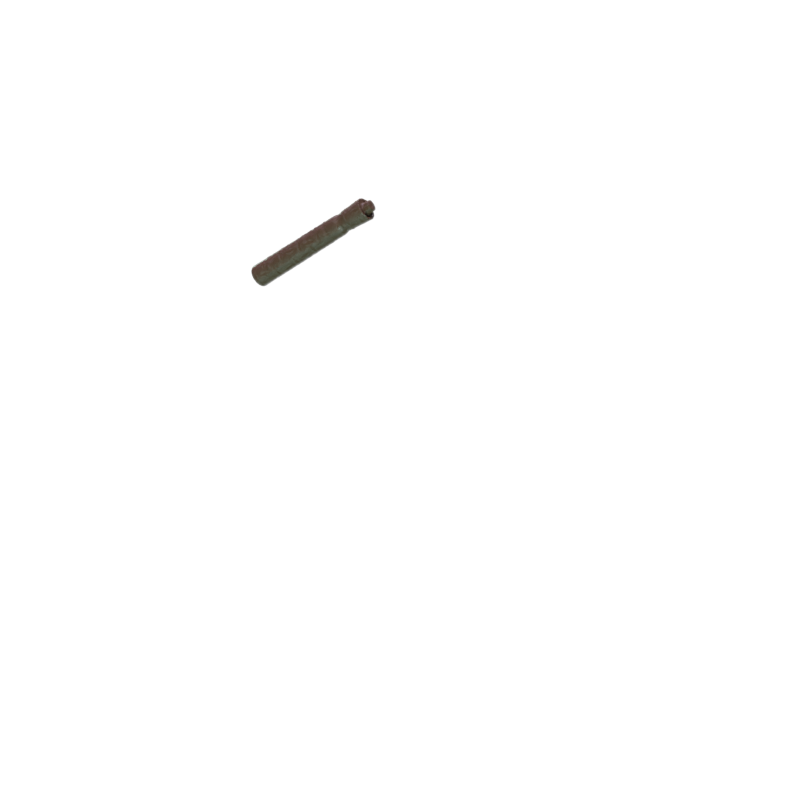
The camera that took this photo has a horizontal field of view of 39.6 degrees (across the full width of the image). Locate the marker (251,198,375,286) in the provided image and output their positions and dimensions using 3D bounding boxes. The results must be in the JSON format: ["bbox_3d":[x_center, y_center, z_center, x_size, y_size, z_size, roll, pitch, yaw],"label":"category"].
[{"bbox_3d":[-0.068,-0.124,0.869,0.121,0.020,0.019,-27,-11,30],"label":"marker"}]
